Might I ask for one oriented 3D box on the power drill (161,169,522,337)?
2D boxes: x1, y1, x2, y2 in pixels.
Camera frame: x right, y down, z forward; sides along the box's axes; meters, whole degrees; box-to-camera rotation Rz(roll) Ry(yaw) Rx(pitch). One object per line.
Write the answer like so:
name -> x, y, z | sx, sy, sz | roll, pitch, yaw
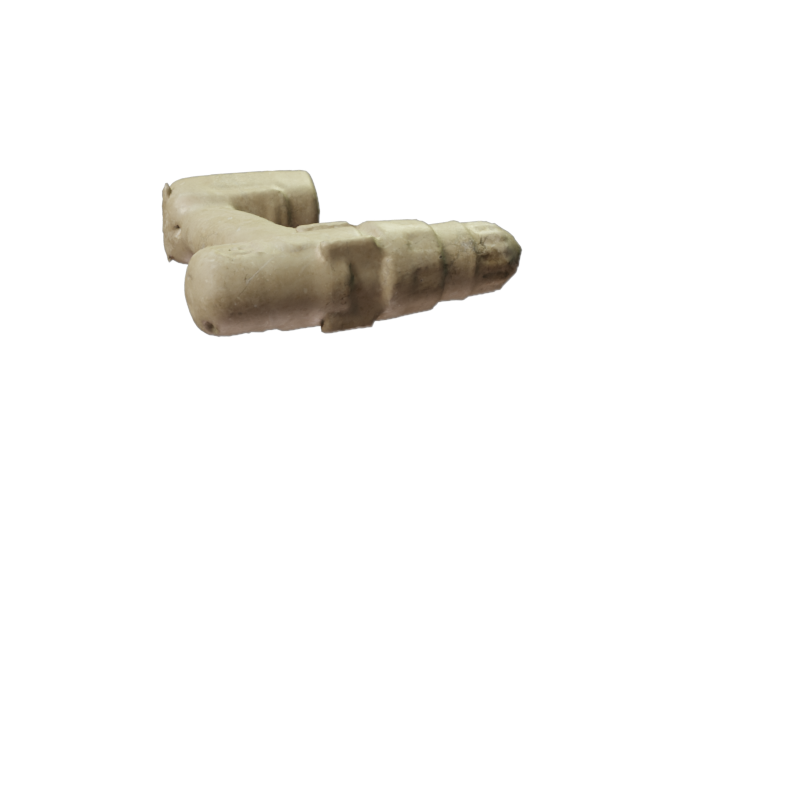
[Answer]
power drill -> -0.050, -0.091, 0.637 | 0.180, 0.055, 0.199 | -8, 21, -22
